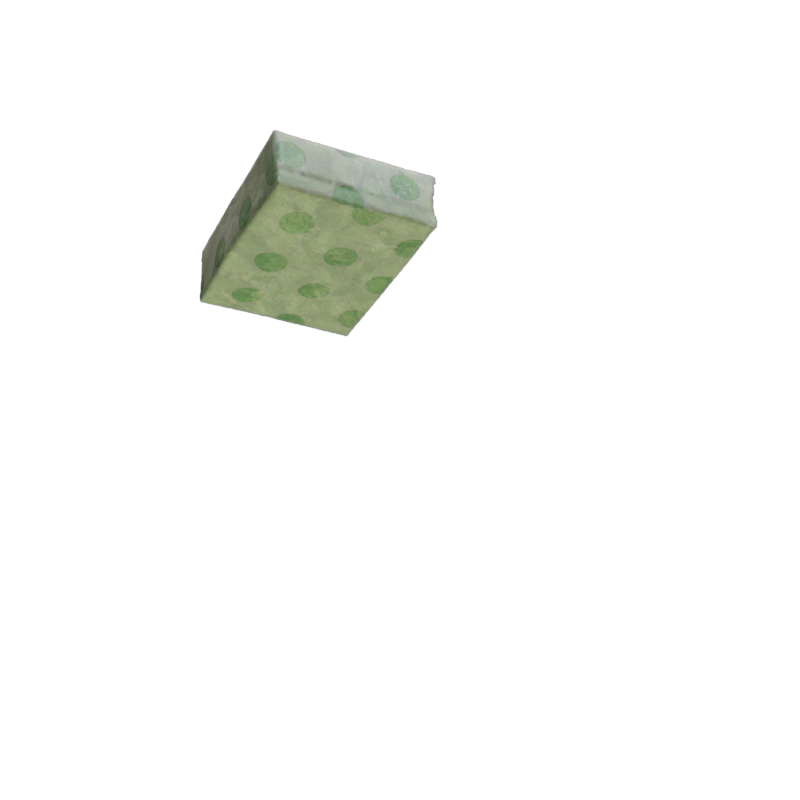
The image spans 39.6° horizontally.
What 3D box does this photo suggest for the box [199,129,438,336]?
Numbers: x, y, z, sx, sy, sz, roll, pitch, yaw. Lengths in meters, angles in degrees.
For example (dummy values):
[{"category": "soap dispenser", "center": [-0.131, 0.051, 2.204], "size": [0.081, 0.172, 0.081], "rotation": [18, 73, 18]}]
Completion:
[{"category": "box", "center": [-0.046, -0.083, 0.580], "size": [0.087, 0.041, 0.110], "rotation": [13, -33, -22]}]
